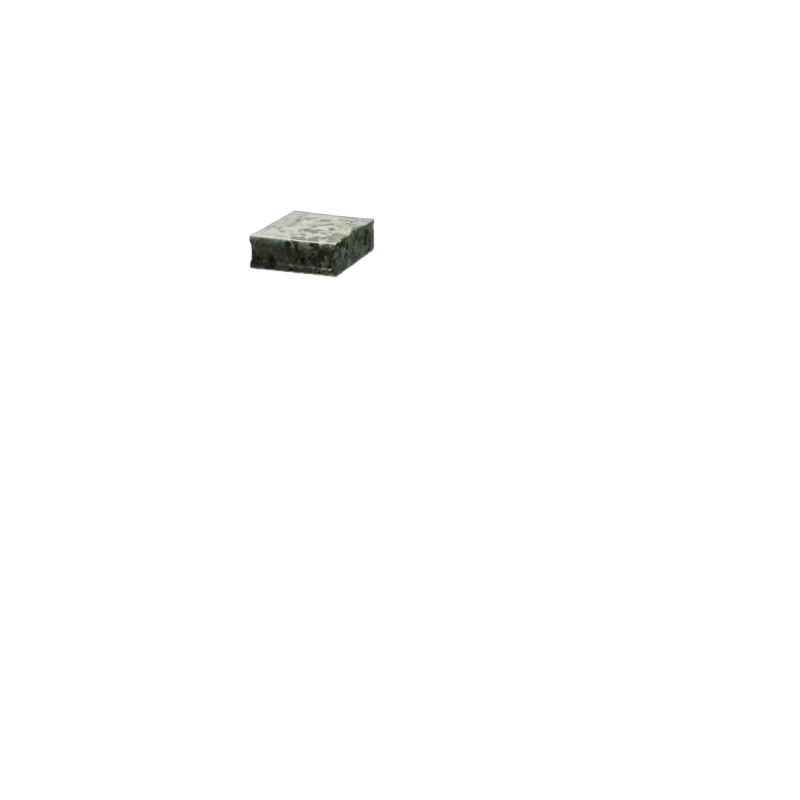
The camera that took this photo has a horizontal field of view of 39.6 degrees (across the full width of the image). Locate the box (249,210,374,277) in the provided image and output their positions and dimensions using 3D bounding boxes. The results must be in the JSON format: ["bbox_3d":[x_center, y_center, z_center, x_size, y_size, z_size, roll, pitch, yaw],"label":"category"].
[{"bbox_3d":[-0.069,-0.126,0.883,0.075,0.029,0.090,8,23,19],"label":"box"}]
